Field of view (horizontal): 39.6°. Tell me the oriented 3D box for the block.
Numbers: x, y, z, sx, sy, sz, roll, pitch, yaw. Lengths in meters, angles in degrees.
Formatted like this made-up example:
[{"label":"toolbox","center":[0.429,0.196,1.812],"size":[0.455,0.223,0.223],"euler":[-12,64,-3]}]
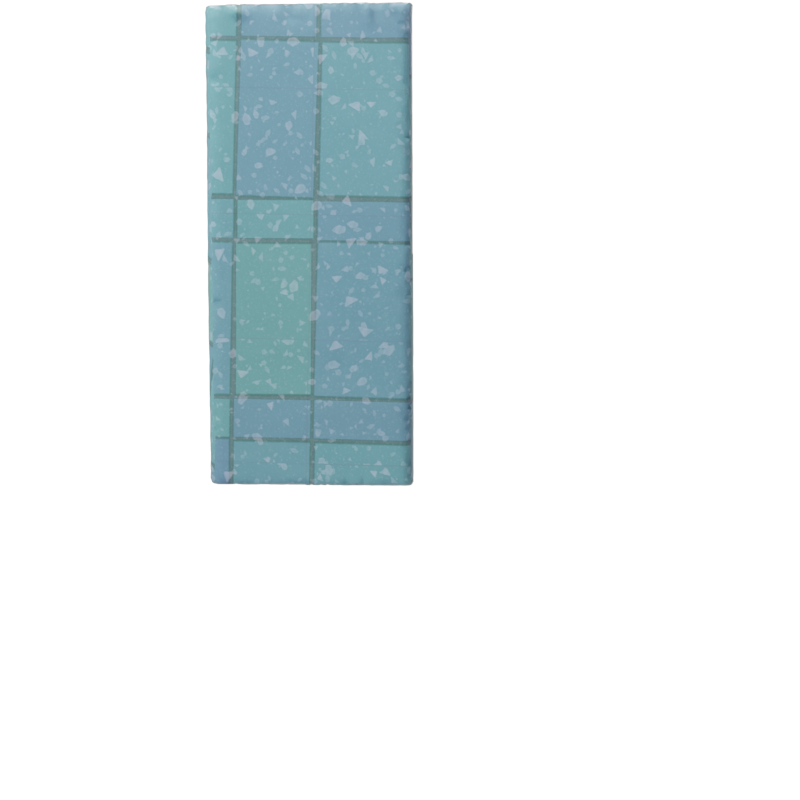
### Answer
[{"label":"block","center":[-0.041,-0.074,0.515],"size":[0.091,0.205,0.091],"euler":[0,4,0]}]
